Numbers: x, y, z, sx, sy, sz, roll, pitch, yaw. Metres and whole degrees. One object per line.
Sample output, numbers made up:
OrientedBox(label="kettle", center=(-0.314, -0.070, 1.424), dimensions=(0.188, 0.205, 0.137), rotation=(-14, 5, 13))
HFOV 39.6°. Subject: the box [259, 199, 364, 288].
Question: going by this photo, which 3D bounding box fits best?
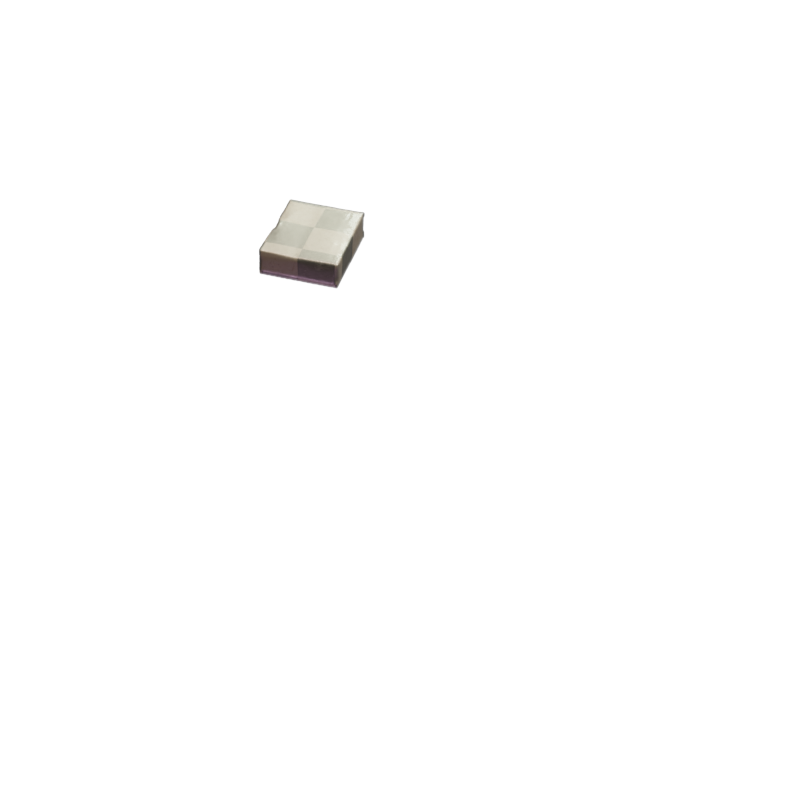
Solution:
OrientedBox(label="box", center=(-0.078, -0.142, 0.996), dimensions=(0.075, 0.028, 0.093), rotation=(11, 41, 12))
